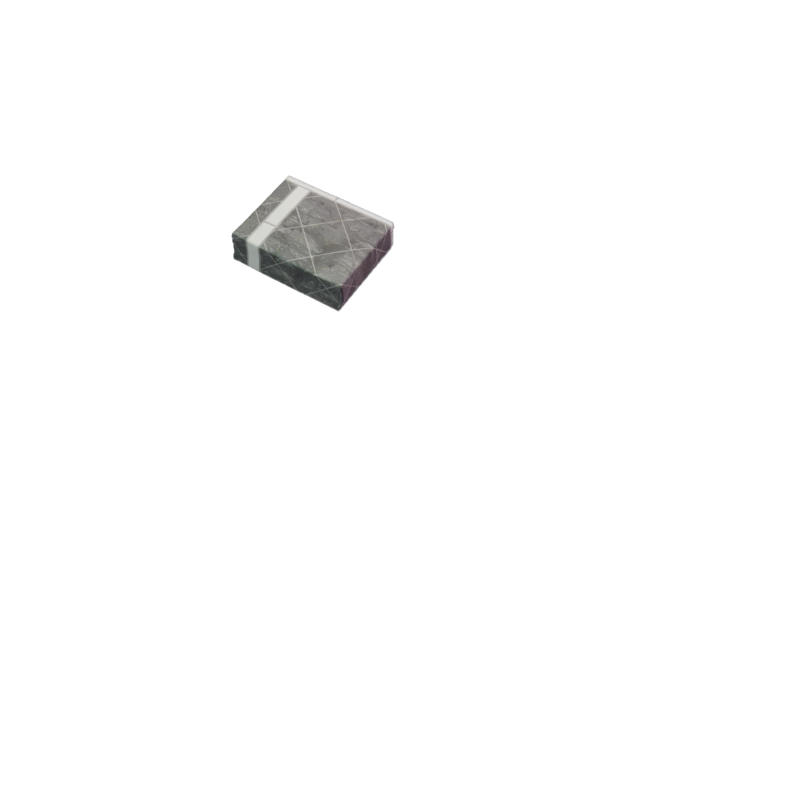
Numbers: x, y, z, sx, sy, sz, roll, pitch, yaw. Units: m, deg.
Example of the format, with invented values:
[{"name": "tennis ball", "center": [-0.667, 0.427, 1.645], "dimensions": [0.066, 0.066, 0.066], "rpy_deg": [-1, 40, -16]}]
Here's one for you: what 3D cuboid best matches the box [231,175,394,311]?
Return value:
[{"name": "box", "center": [-0.075, -0.137, 0.959], "dimensions": [0.119, 0.036, 0.092], "rpy_deg": [25, 52, 20]}]
